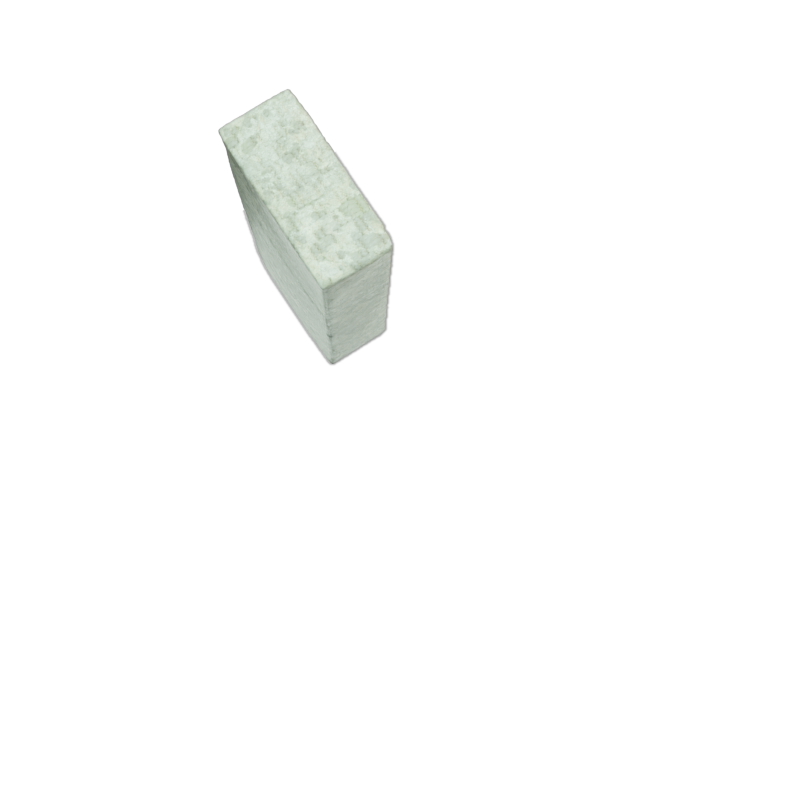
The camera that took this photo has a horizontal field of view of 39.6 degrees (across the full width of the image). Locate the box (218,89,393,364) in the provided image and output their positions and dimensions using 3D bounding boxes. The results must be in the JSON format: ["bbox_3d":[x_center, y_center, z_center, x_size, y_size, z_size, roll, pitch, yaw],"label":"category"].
[{"bbox_3d":[-0.045,-0.082,0.577,0.048,0.096,0.171,-31,-8,-9],"label":"box"}]
